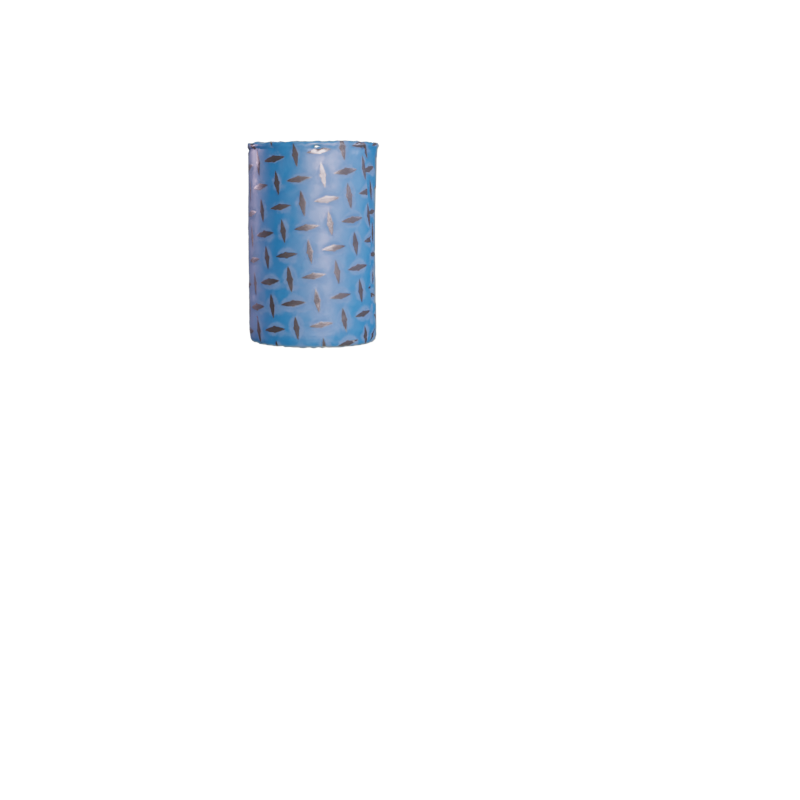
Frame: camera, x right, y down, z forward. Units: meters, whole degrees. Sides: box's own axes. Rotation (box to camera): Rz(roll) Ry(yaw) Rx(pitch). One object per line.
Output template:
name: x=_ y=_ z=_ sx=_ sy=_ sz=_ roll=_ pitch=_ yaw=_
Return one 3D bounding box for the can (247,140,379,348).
can: x=-0.045 y=-0.082 z=0.575 sx=0.068 sy=0.101 sz=0.069 roll=0 pitch=5 yaw=-2
